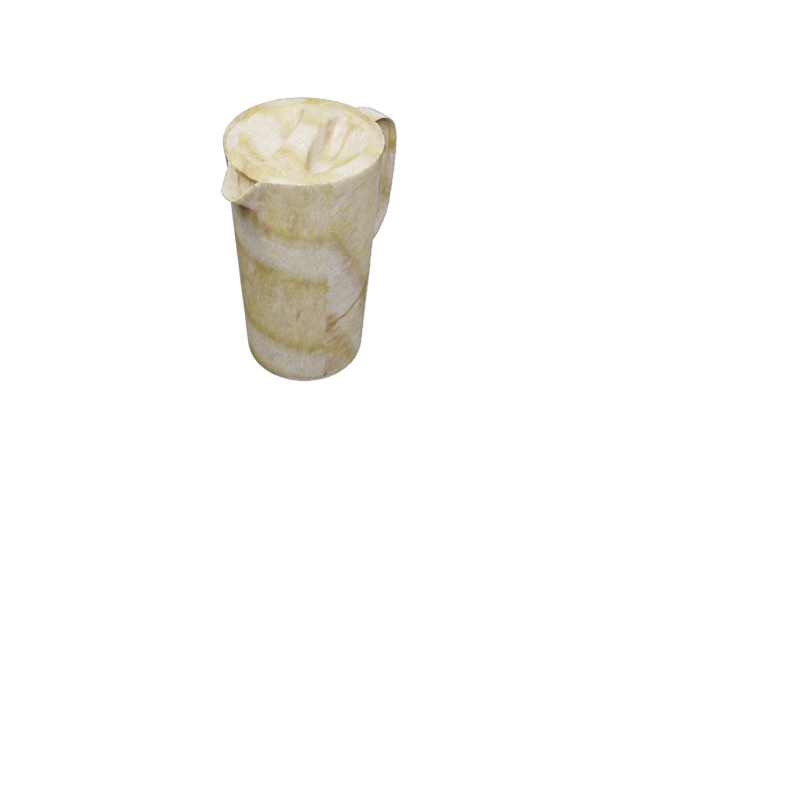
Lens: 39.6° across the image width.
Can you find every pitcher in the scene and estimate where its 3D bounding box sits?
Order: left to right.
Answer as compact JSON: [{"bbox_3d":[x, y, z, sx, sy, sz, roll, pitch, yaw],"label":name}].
[{"bbox_3d":[-0.077,-0.141,0.988,0.149,0.226,0.156,0,43,-3],"label":"pitcher"}]
